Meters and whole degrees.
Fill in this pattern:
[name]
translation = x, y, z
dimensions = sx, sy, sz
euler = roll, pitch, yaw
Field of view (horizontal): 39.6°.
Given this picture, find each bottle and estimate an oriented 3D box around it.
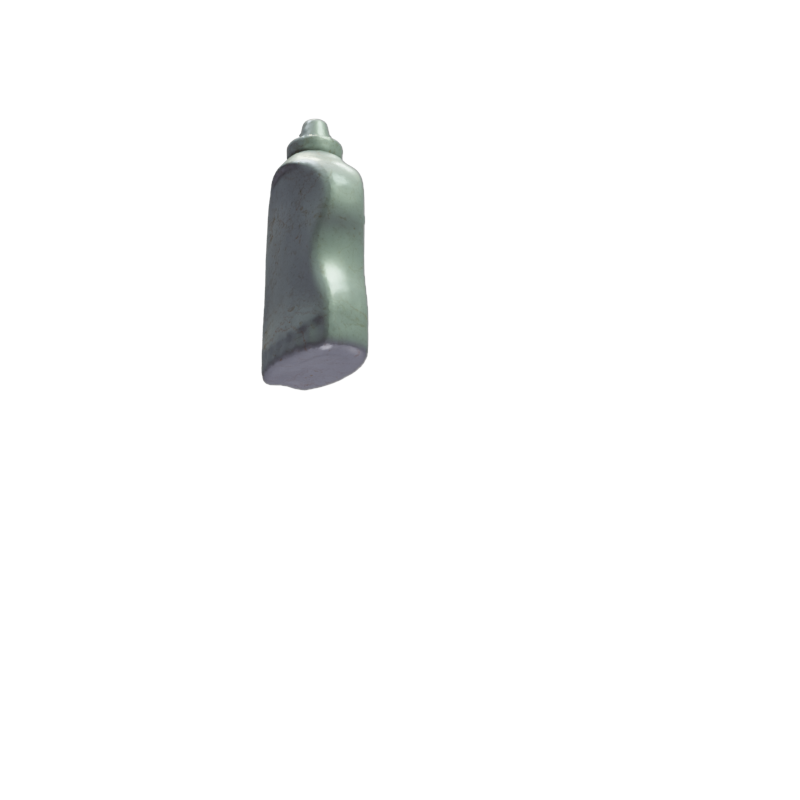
[bottle]
translation = -0.060, -0.110, 0.773
dimensions = 0.056, 0.202, 0.095
euler = 11, -26, -28
